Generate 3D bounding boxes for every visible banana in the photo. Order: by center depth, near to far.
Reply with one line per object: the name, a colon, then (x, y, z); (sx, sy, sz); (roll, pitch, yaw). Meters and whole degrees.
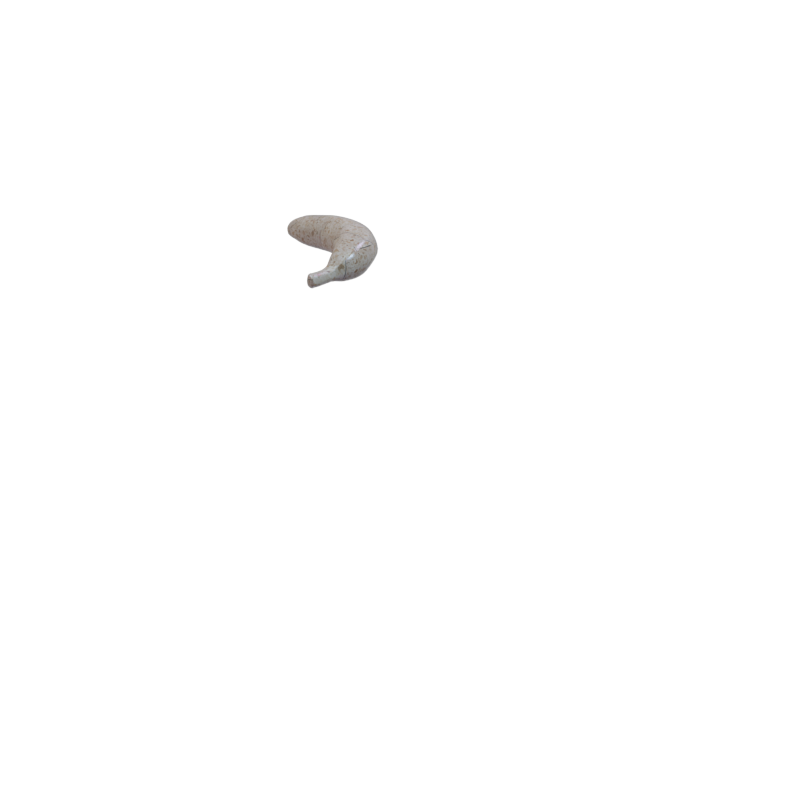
banana: (-0.059, -0.141, 0.992); (0.069, 0.035, 0.207); (-3, 19, -9)
